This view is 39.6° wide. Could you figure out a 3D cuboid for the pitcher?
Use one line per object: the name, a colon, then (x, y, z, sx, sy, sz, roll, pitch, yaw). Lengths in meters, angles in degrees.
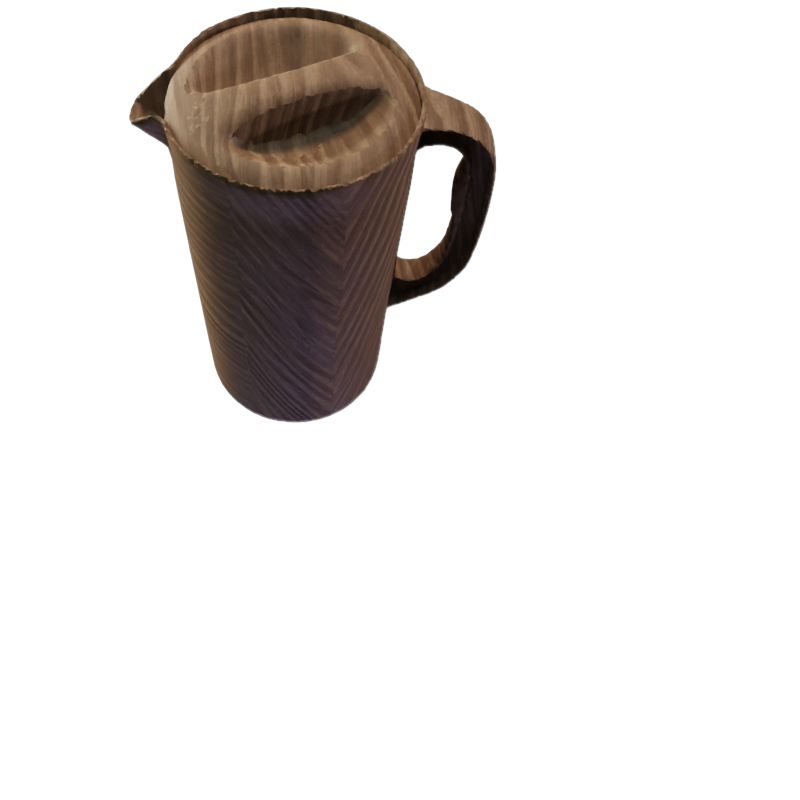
pitcher: (-0.050, -0.091, 0.635, 0.146, 0.158, 0.227, -37, -25, -25)
